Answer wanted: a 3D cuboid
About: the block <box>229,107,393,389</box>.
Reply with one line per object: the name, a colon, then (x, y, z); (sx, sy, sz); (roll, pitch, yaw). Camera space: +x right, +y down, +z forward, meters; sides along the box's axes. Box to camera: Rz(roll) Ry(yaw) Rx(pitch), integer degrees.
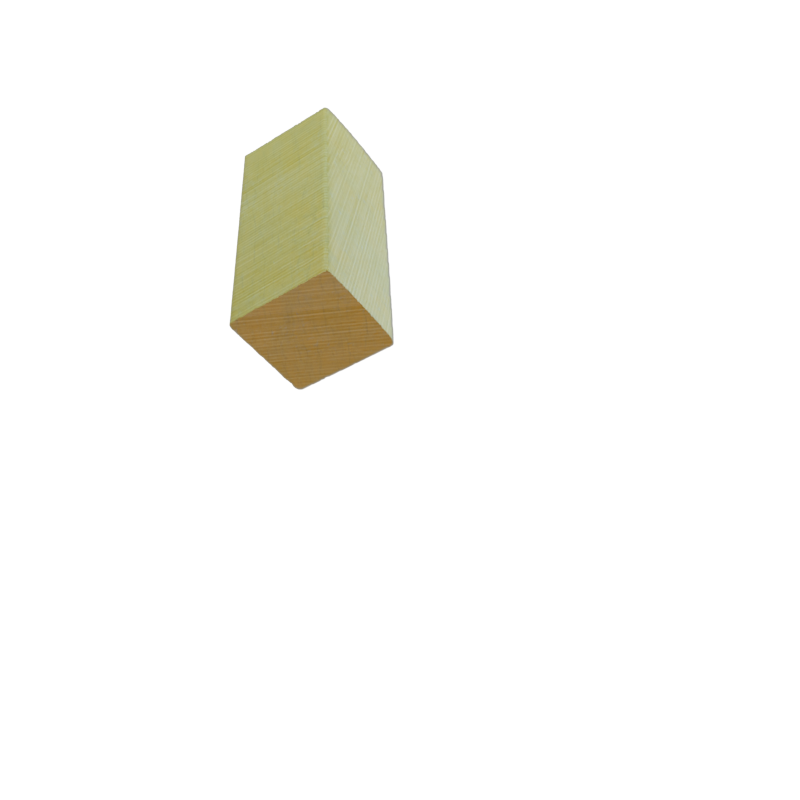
block: (-0.068, -0.125, 0.878); (0.091, 0.221, 0.084); (-27, -50, 21)
